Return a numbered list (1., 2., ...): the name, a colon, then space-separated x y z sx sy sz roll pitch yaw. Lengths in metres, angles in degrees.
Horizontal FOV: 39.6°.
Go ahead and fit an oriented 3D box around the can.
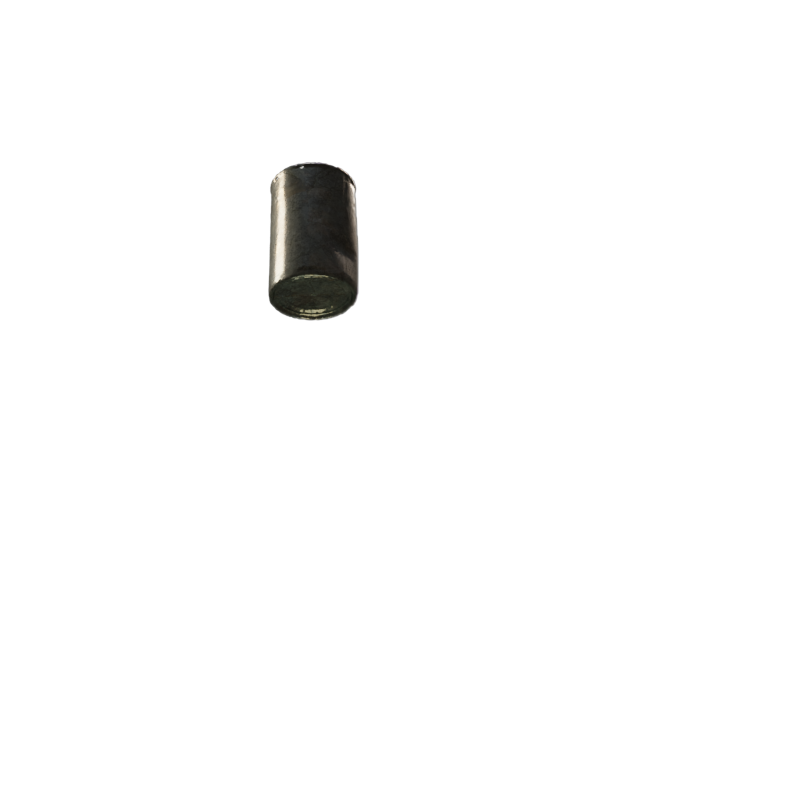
1. can: -0.066 -0.121 0.845 0.068 0.109 0.064 -1 -31 -2
